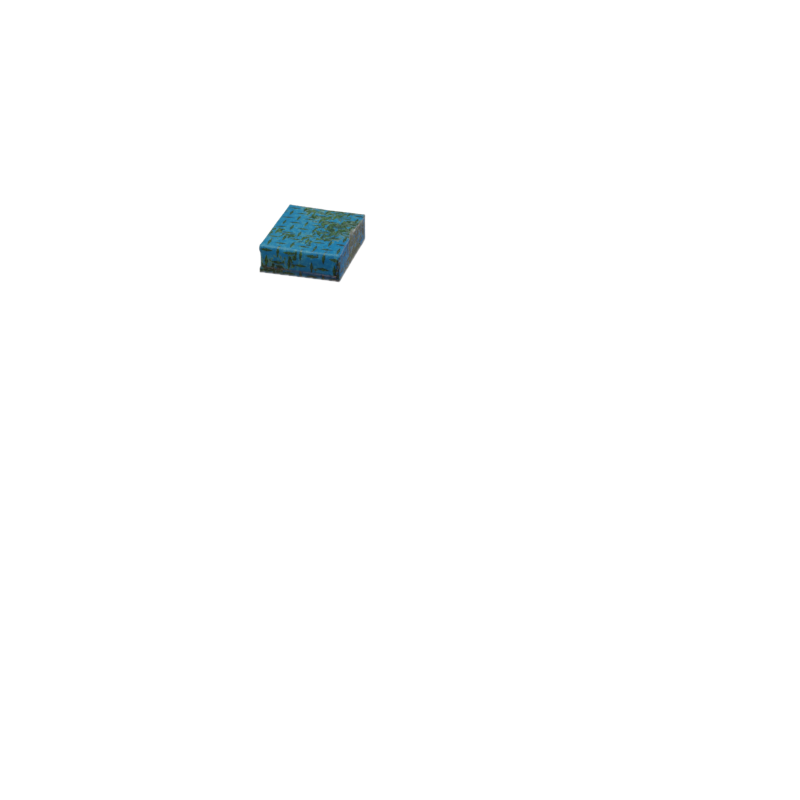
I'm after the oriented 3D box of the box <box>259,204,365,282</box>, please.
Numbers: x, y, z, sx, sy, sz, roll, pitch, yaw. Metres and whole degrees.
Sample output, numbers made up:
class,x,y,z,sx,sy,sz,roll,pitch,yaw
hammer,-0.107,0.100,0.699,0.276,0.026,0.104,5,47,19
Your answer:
class,x,y,z,sx,sy,sz,roll,pitch,yaw
box,-0.077,-0.140,0.978,0.075,0.028,0.093,8,33,12
